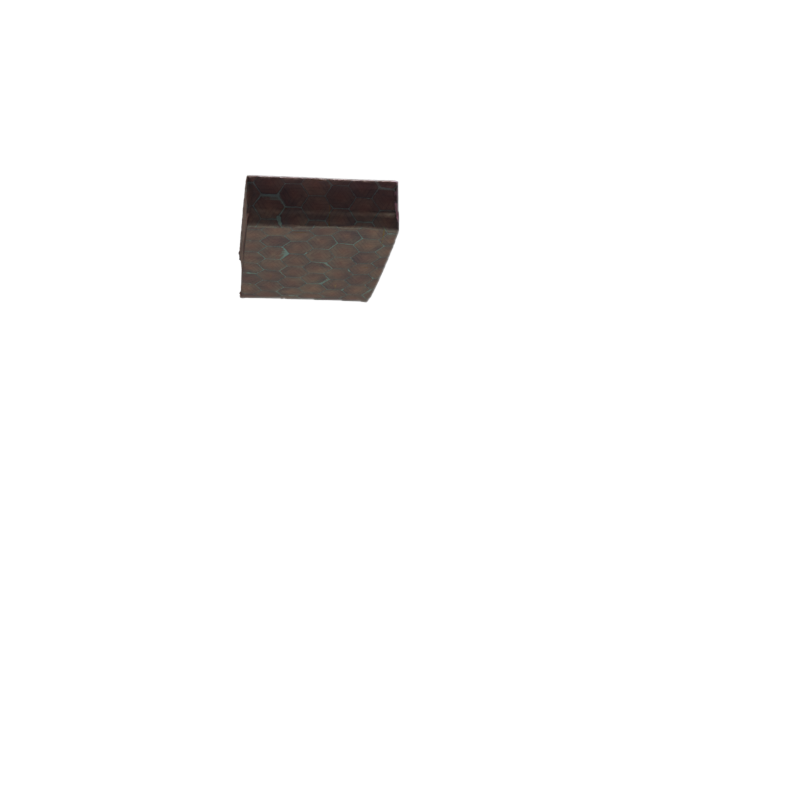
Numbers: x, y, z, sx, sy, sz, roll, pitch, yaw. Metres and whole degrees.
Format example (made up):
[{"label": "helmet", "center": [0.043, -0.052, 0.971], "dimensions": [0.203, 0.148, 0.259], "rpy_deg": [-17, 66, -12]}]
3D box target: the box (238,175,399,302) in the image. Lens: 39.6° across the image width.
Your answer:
[{"label": "box", "center": [-0.053, -0.098, 0.684], "dimensions": [0.089, 0.041, 0.109], "rpy_deg": [3, -21, -8]}]
